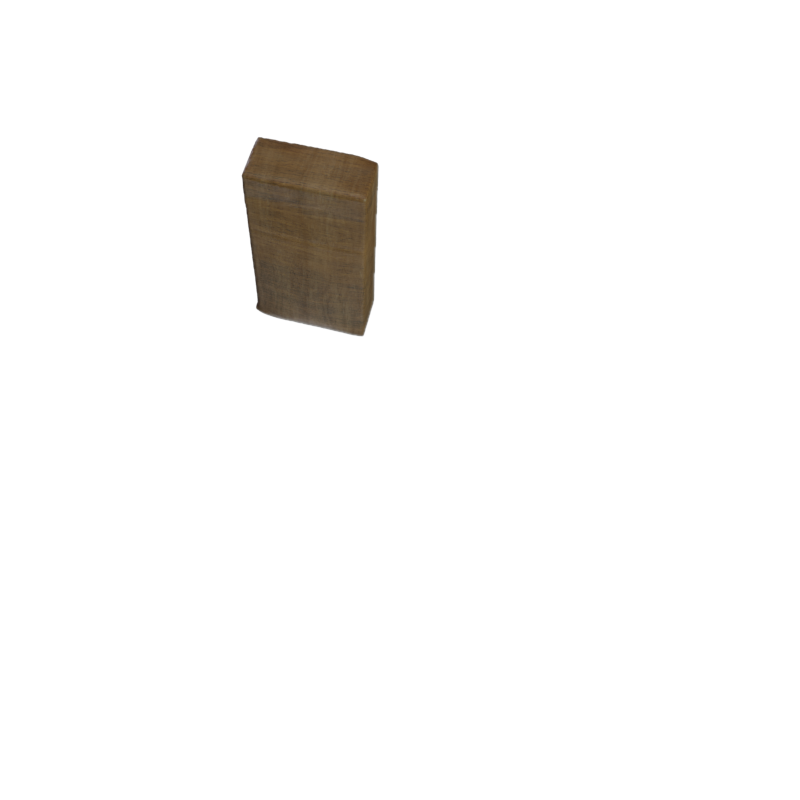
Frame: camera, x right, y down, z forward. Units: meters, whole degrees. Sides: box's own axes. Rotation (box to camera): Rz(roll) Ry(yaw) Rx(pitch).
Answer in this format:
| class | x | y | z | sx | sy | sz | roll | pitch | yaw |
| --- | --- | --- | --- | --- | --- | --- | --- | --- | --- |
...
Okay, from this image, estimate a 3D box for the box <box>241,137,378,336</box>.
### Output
| class | x | y | z | sx | sy | sz | roll | pitch | yaw |
| --- | --- | --- | --- | --- | --- | --- | --- | --- | --- |
| box | -0.066 | -0.120 | 0.842 | 0.095 | 0.051 | 0.165 | 14 | -34 | 6 |
